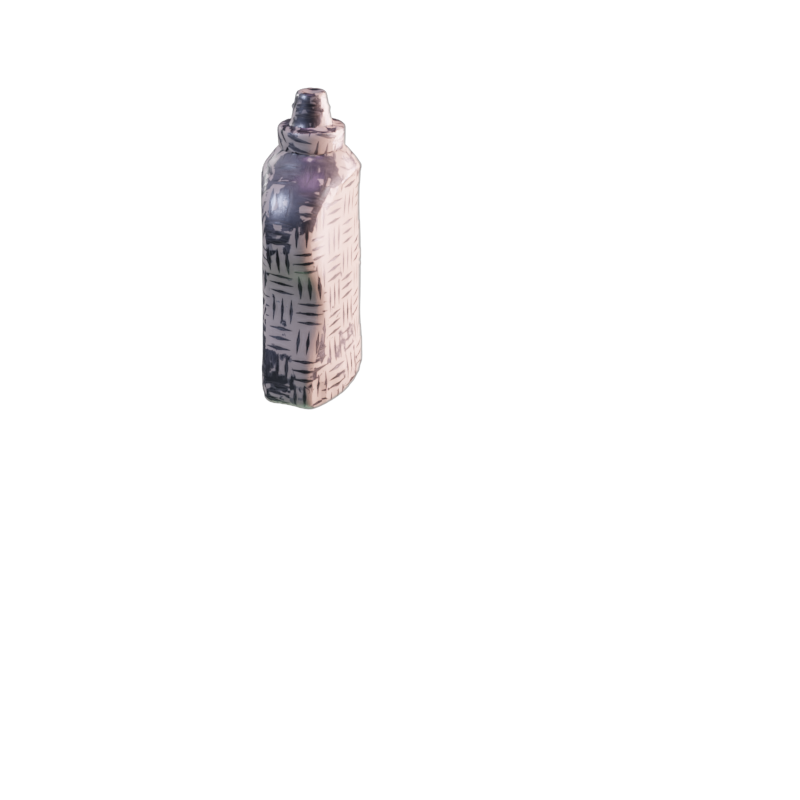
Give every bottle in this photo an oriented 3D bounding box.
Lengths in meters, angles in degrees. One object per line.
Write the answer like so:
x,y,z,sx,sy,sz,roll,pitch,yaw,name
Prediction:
-0.054,-0.098,0.689,0.060,0.182,0.098,10,26,17,bottle
